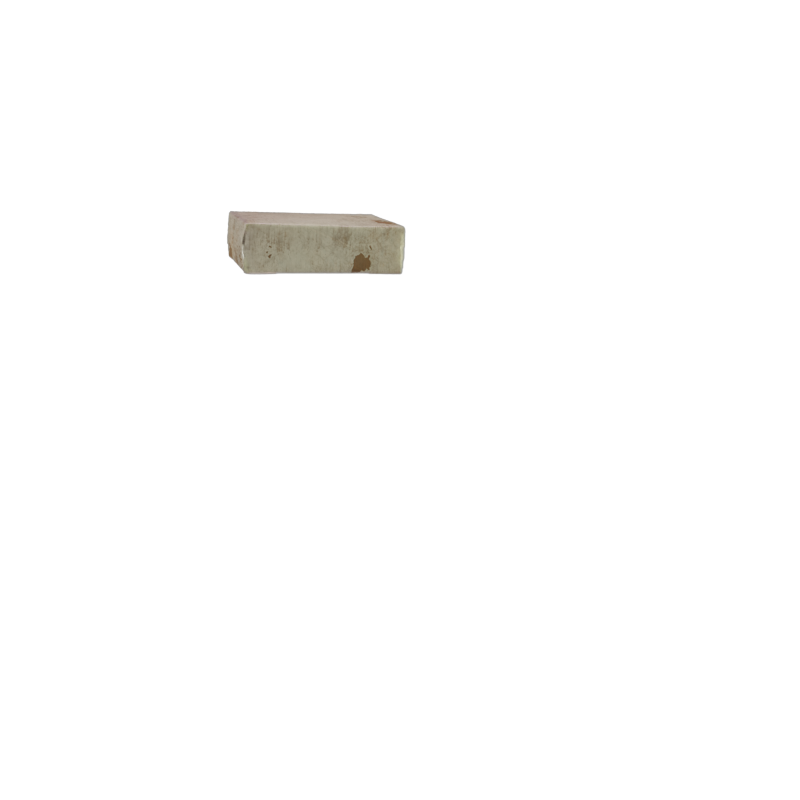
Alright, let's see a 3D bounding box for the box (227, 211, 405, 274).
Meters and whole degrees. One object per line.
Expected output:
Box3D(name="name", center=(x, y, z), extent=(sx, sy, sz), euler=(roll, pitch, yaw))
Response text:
Box3D(name="box", center=(-0.061, -0.112, 0.783), extent=(0.112, 0.038, 0.093), euler=(-3, 13, -13))
